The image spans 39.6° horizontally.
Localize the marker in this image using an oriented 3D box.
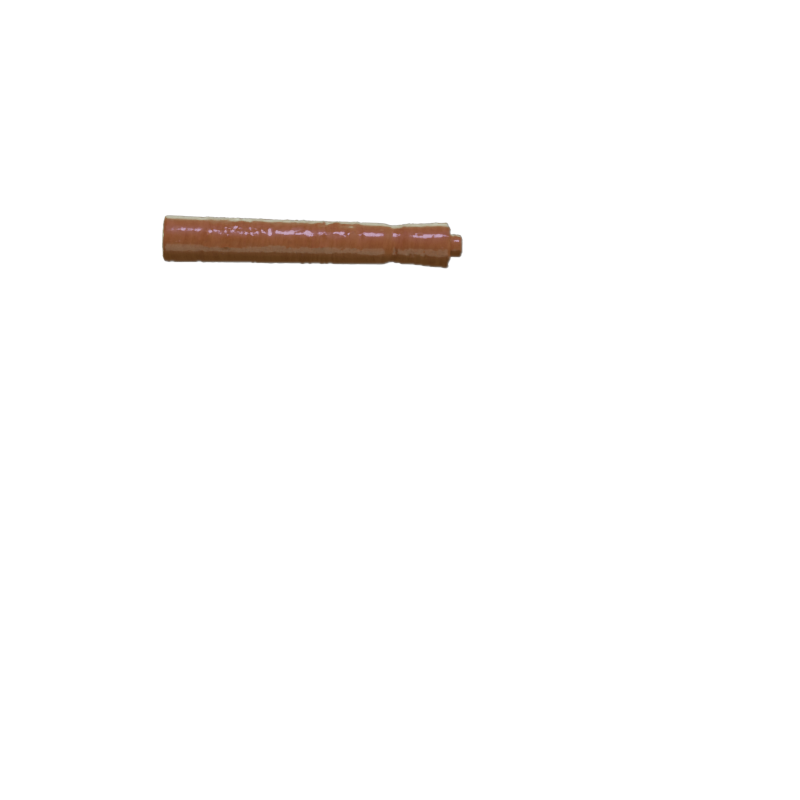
[{"bbox_3d":[-0.035,-0.064,0.451,0.121,0.020,0.020,1,4,-1],"label":"marker"}]
